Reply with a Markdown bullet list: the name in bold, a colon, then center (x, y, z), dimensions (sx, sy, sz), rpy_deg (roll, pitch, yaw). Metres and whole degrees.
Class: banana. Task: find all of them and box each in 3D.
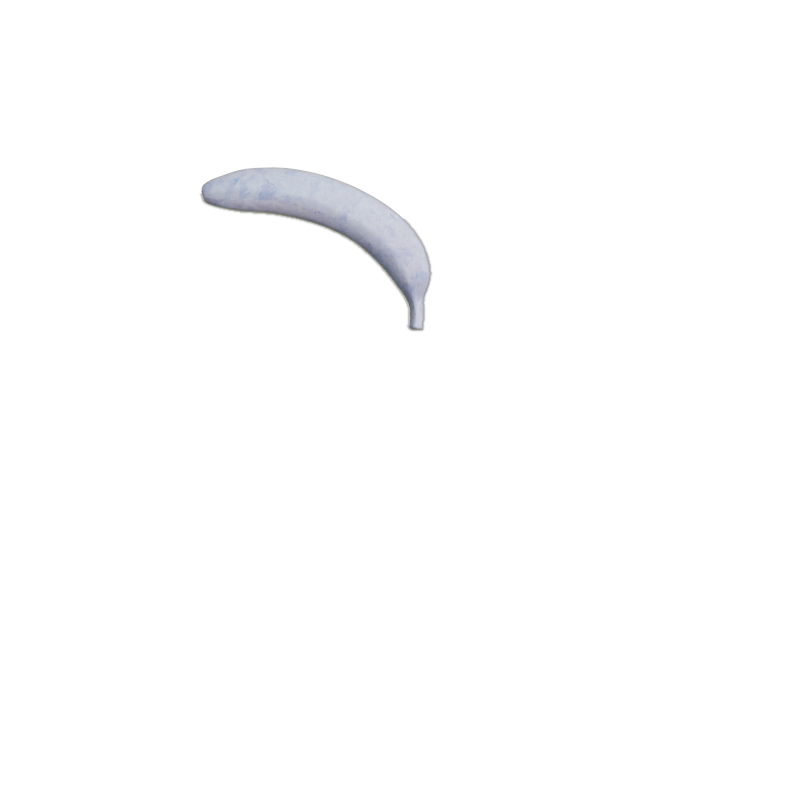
- **banana**: center (-0.052, -0.131, 0.828), dimensions (0.202, 0.071, 0.035), rpy_deg (32, -13, 8)
